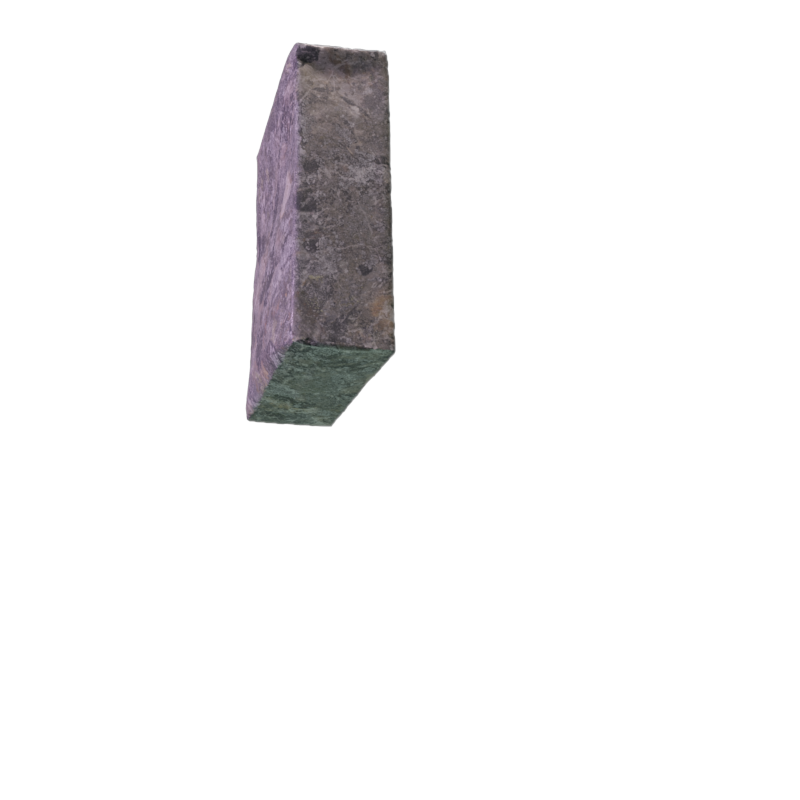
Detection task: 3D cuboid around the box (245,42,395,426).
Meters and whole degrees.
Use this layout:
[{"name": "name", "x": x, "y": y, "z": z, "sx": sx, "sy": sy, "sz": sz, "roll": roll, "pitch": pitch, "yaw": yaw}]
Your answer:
[{"name": "box", "x": -0.059, "y": -0.107, "z": 0.751, "sx": 0.070, "sy": 0.225, "sz": 0.159, "roll": 5, "pitch": -22, "yaw": -15}]
